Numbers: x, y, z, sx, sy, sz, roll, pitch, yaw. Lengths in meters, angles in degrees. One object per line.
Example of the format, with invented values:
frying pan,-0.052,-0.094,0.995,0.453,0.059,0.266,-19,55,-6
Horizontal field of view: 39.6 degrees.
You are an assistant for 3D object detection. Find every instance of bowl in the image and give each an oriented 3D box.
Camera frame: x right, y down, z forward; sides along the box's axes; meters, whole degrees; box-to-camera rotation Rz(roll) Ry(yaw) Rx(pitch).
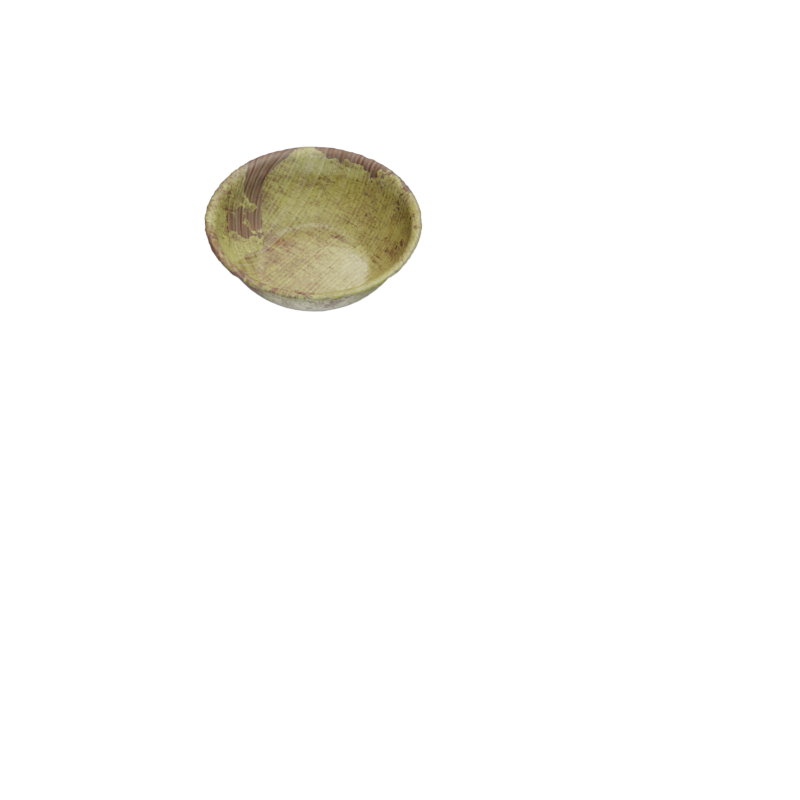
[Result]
bowl,-0.066,-0.120,0.841,0.162,0.174,0.051,-1,-41,-1
